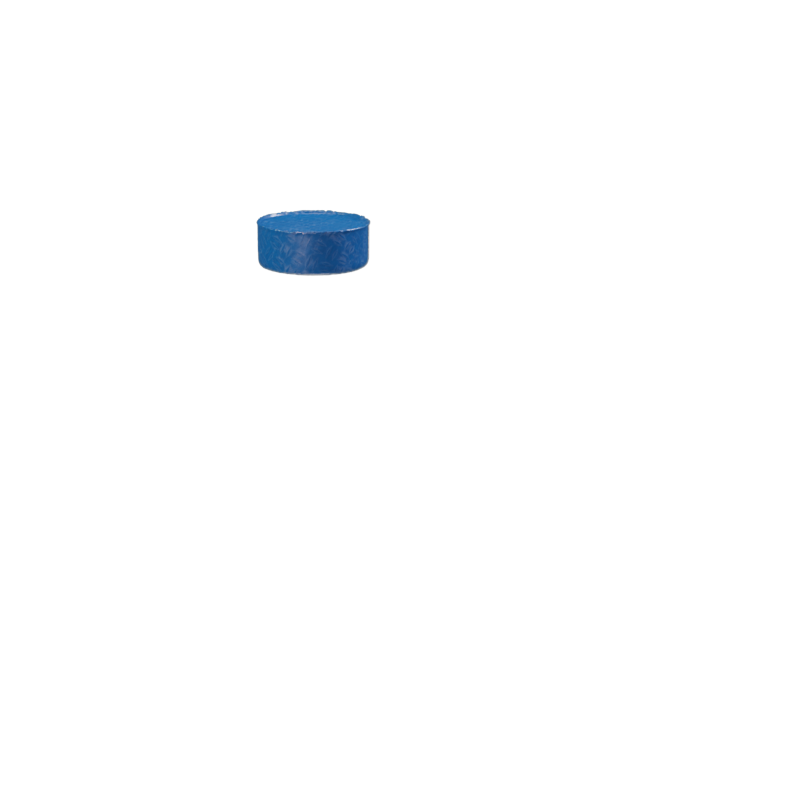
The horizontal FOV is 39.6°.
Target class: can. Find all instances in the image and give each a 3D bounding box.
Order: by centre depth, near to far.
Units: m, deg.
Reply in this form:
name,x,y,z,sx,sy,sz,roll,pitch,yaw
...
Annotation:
name,x,y,z,sx,sy,sz,roll,pitch,yaw
can,-0.065,-0.119,0.837,0.086,0.032,0.089,-1,19,-2
